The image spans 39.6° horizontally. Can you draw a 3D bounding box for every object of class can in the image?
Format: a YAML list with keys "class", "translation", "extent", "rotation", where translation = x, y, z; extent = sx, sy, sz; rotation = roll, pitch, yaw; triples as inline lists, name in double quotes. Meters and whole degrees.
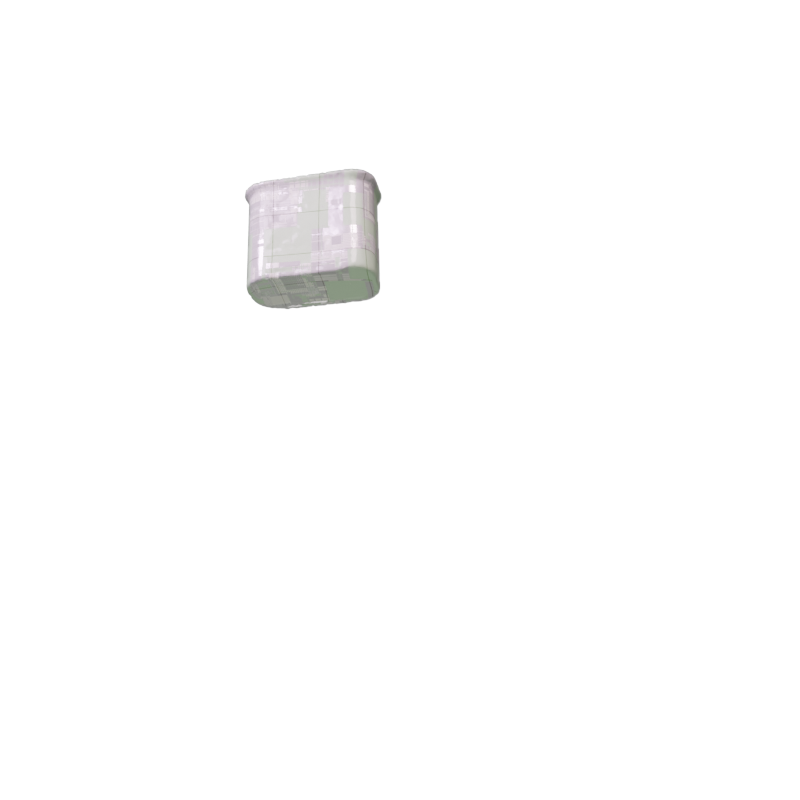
- class: "can"
  translation: [-0.065, -0.118, 0.829]
  extent: [0.103, 0.089, 0.053]
  rotation: [-6, -28, 11]
